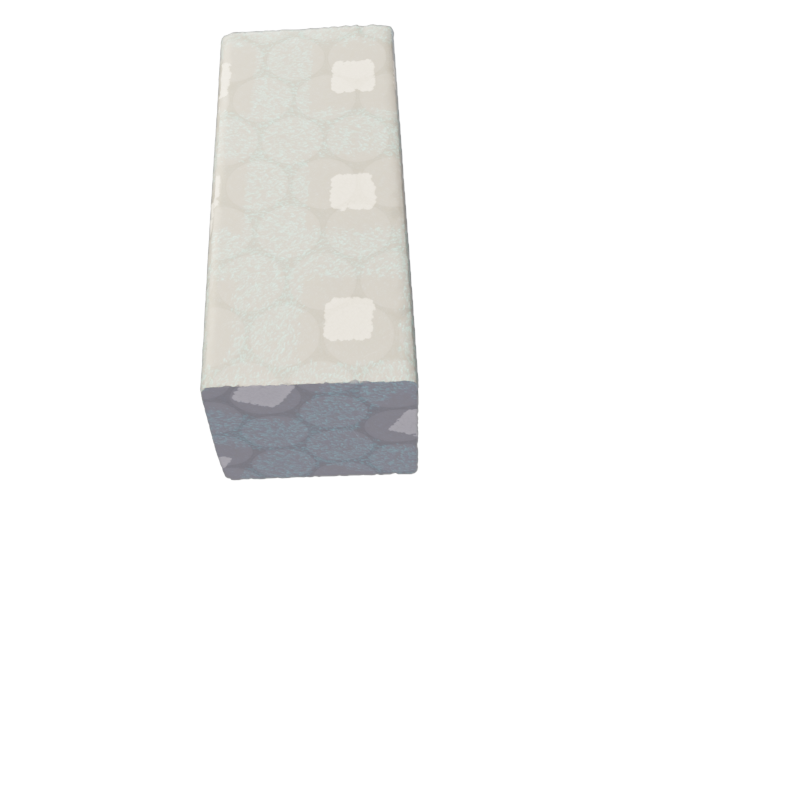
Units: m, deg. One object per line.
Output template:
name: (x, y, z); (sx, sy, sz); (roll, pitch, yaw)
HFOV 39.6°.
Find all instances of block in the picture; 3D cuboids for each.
block: (-0.042, -0.077, 0.537); (0.091, 0.220, 0.084); (-3, -34, 1)
